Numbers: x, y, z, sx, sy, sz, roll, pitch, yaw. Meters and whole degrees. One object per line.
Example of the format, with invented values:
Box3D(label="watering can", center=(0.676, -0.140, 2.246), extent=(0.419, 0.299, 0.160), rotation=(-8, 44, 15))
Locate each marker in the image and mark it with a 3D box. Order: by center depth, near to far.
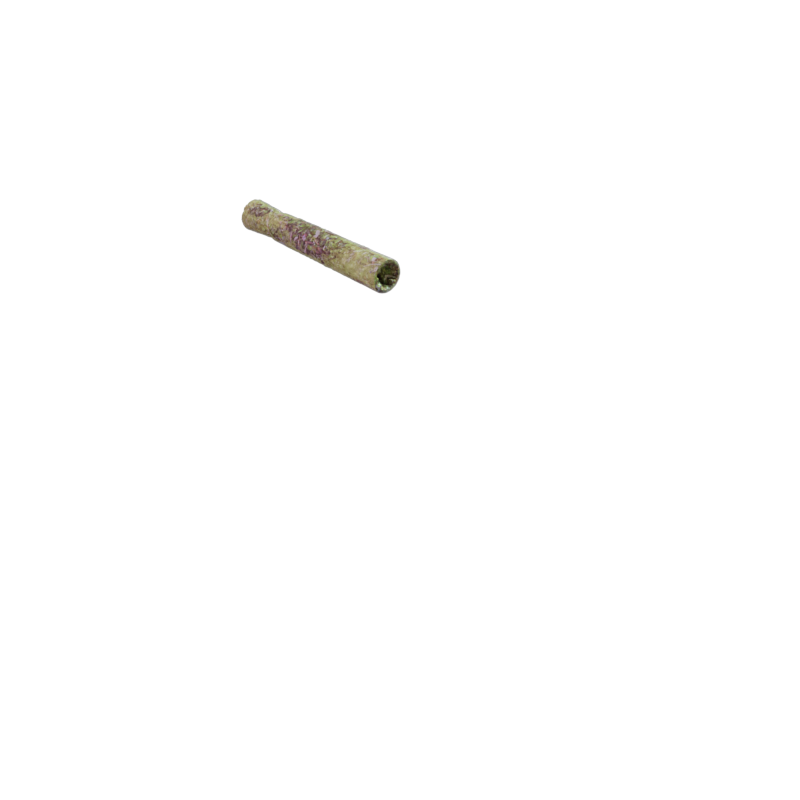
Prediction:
Box3D(label="marker", center=(-0.047, -0.086, 0.603), extent=(0.019, 0.019, 0.129), rotation=(-3, 24, -42))
